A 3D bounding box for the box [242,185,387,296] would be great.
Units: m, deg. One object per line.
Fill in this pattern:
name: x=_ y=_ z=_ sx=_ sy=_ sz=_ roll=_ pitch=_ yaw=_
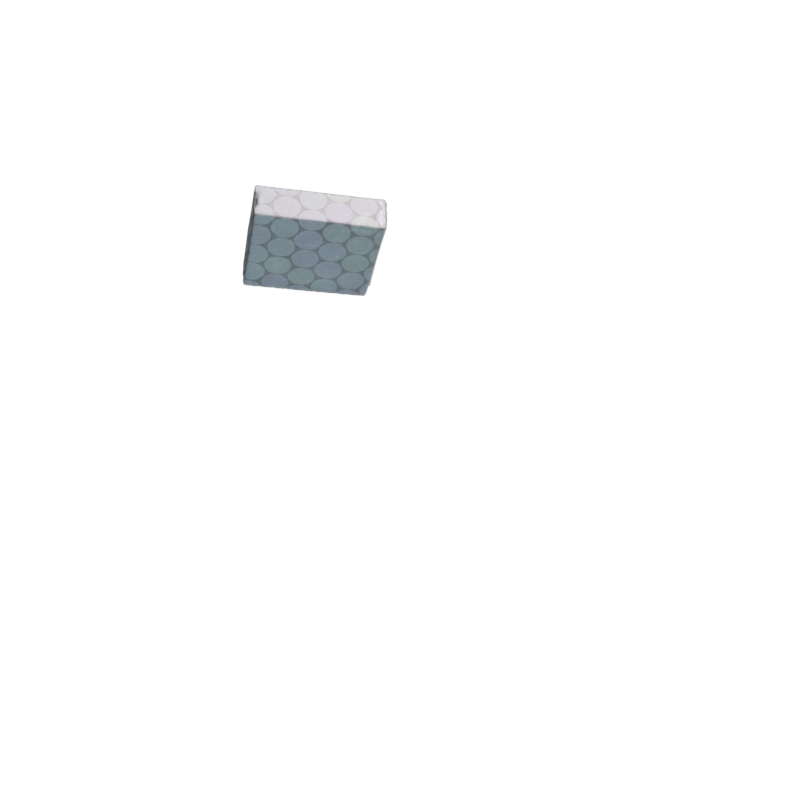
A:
box: x=-0.058 y=-0.107 z=0.747 sx=0.088 sy=0.032 sz=0.069 roll=5 pitch=-37 yaw=-8
